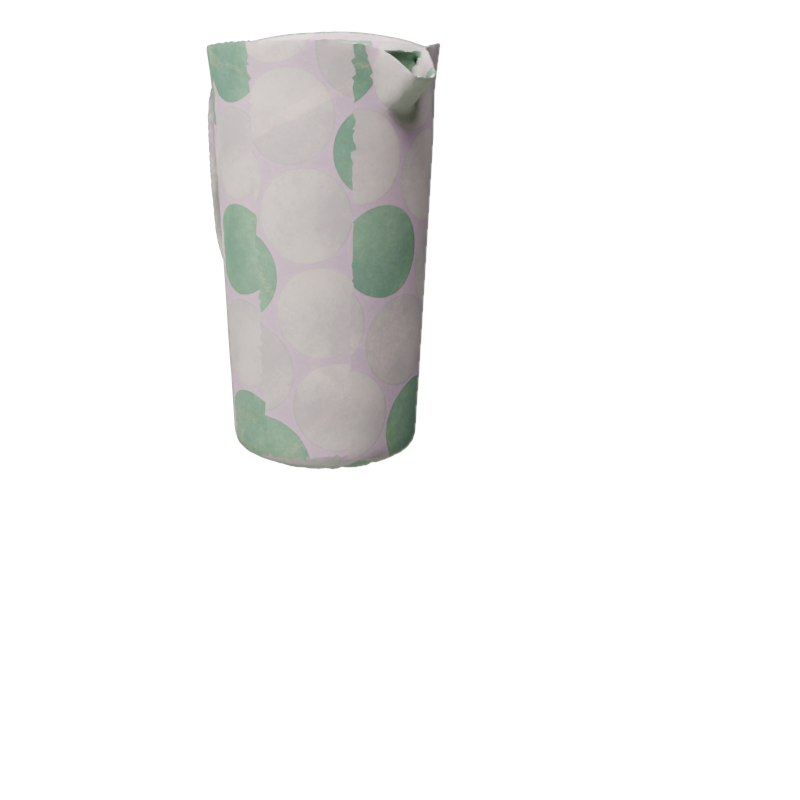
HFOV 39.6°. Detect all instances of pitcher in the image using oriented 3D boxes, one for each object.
[{"bbox_3d":[-0.051,-0.094,0.656,0.145,0.238,0.152,1,10,2],"label":"pitcher"}]
